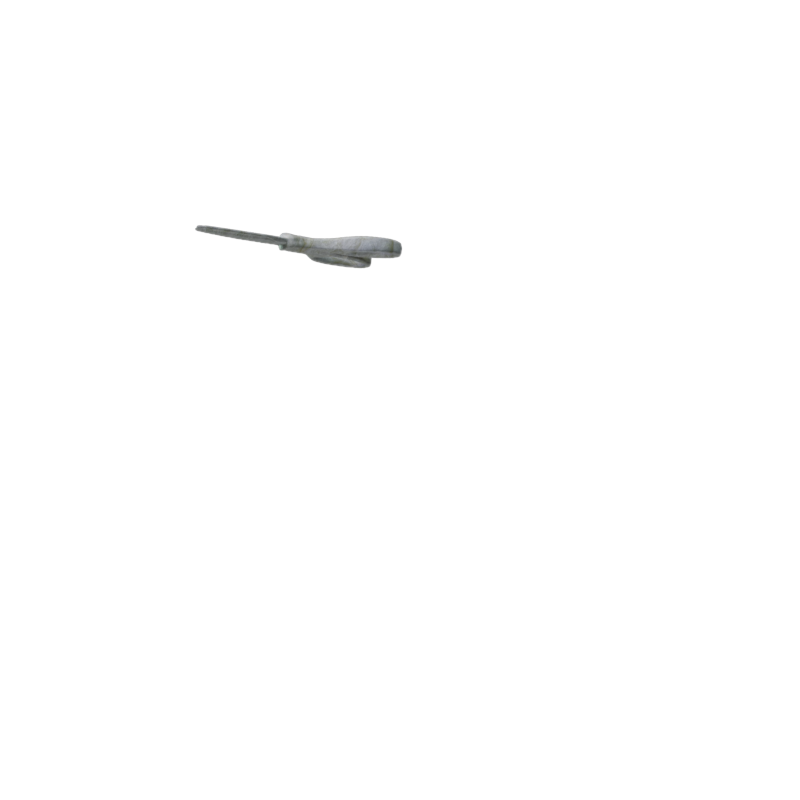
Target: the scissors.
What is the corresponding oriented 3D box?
[{"bbox_3d":[-0.075,-0.137,0.960,0.099,0.016,0.192,-3,-4,33],"label":"scissors"}]
